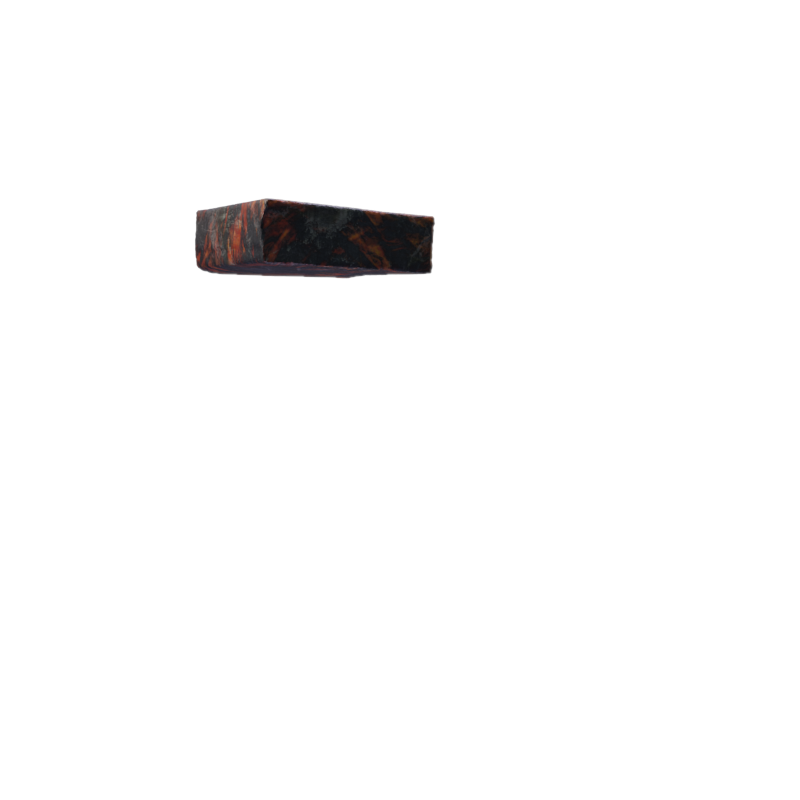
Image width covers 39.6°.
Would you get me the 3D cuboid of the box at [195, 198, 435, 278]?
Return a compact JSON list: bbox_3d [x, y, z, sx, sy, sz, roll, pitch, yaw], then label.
[{"bbox_3d":[-0.050,-0.092,0.644,0.109,0.039,0.093,-2,3,-33],"label":"box"}]
